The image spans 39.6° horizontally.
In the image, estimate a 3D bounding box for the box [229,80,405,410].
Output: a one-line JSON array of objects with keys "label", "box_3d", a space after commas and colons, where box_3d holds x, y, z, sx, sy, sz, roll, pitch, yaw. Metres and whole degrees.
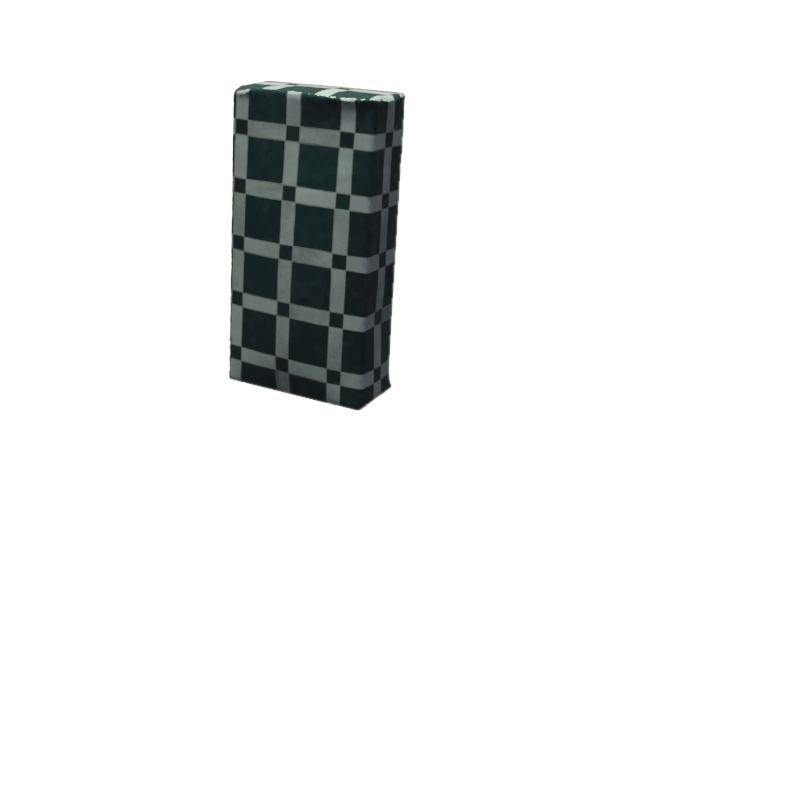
[{"label": "box", "box_3d": [-0.050, -0.091, 0.636, 0.097, 0.170, 0.048, 10, 19, 27]}]
